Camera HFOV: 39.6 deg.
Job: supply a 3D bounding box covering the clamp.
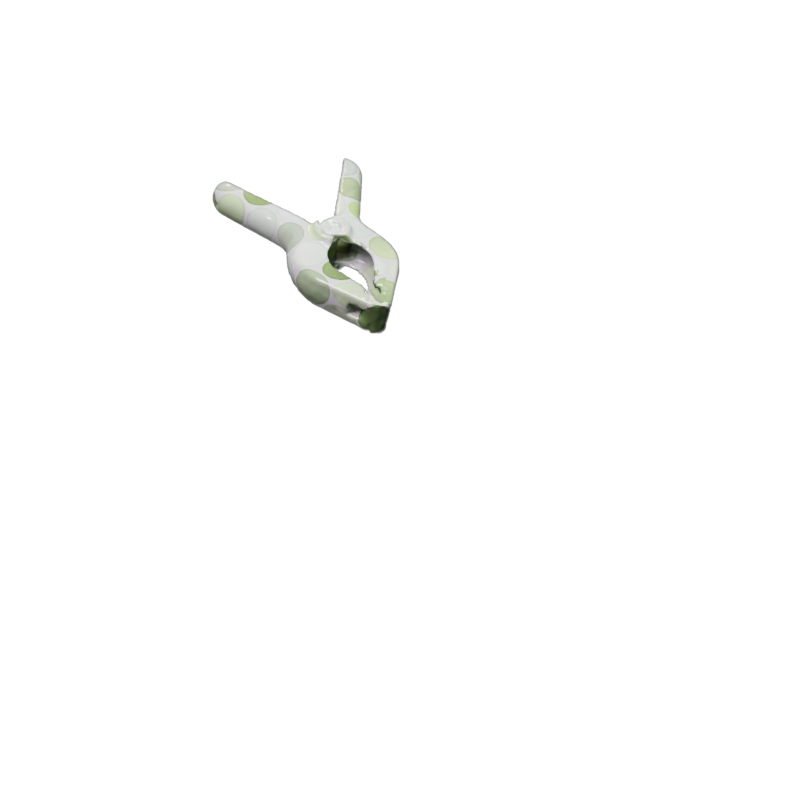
[{"bbox_3d":[-0.062,-0.114,0.797,0.119,0.036,0.186,-13,46,-13],"label":"clamp"}]
